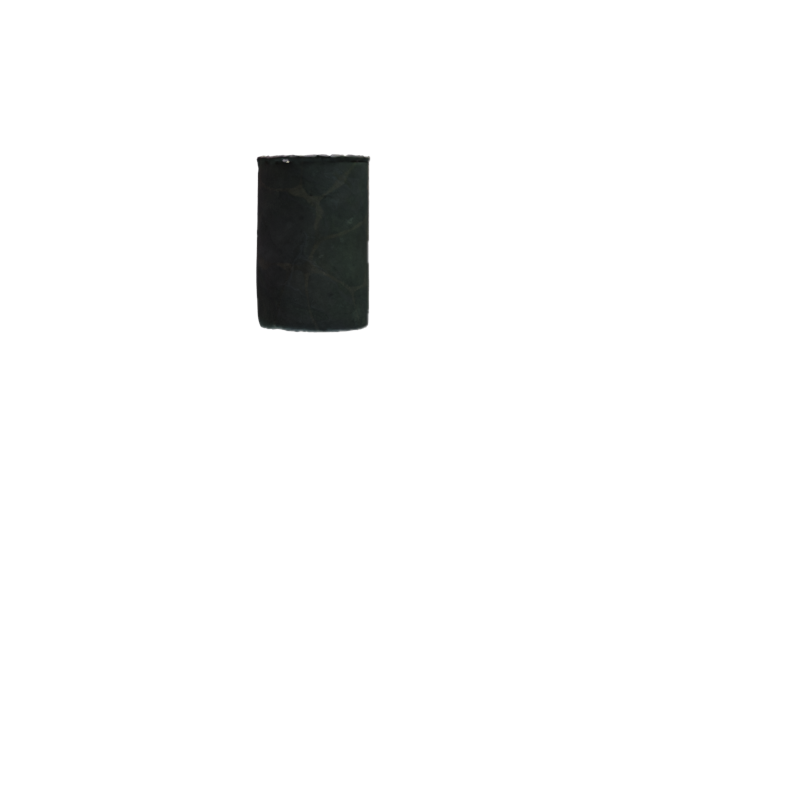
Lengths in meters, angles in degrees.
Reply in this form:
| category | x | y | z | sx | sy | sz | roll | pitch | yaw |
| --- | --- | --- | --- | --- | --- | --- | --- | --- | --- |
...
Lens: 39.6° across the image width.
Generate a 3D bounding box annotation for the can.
| category | x | y | z | sx | sy | sz | roll | pitch | yaw |
| --- | --- | --- | --- | --- | --- | --- | --- | --- | --- |
| can | -0.052 | -0.095 | 0.663 | 0.068 | 0.102 | 0.069 | 0 | 4 | -2 |
